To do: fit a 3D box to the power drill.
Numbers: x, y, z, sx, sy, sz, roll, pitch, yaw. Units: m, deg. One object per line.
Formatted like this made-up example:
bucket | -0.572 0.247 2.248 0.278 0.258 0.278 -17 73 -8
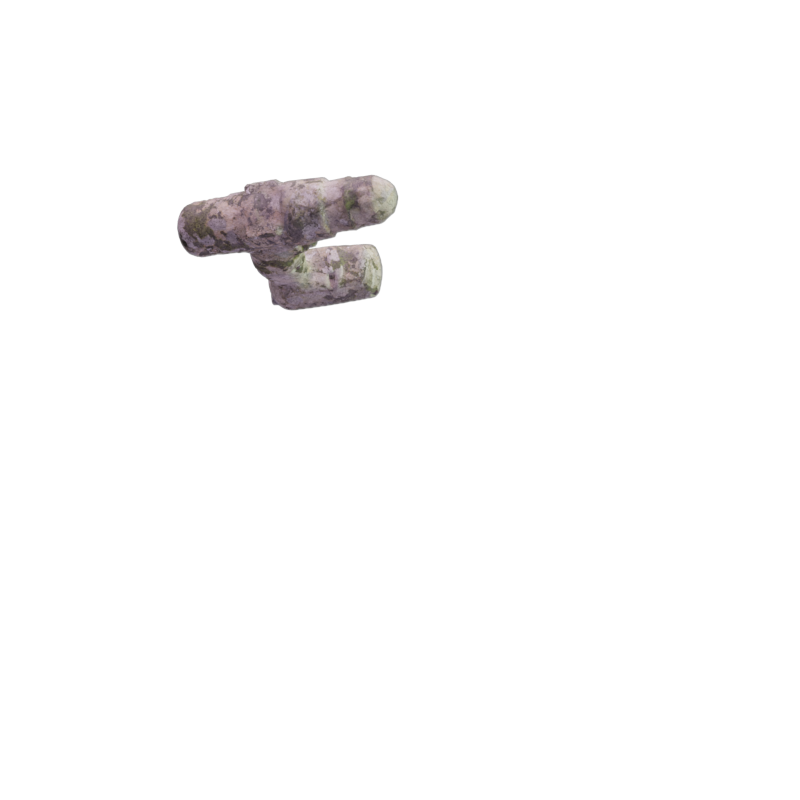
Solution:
power drill | -0.075 -0.136 0.953 0.187 0.060 0.176 -5 -16 16
